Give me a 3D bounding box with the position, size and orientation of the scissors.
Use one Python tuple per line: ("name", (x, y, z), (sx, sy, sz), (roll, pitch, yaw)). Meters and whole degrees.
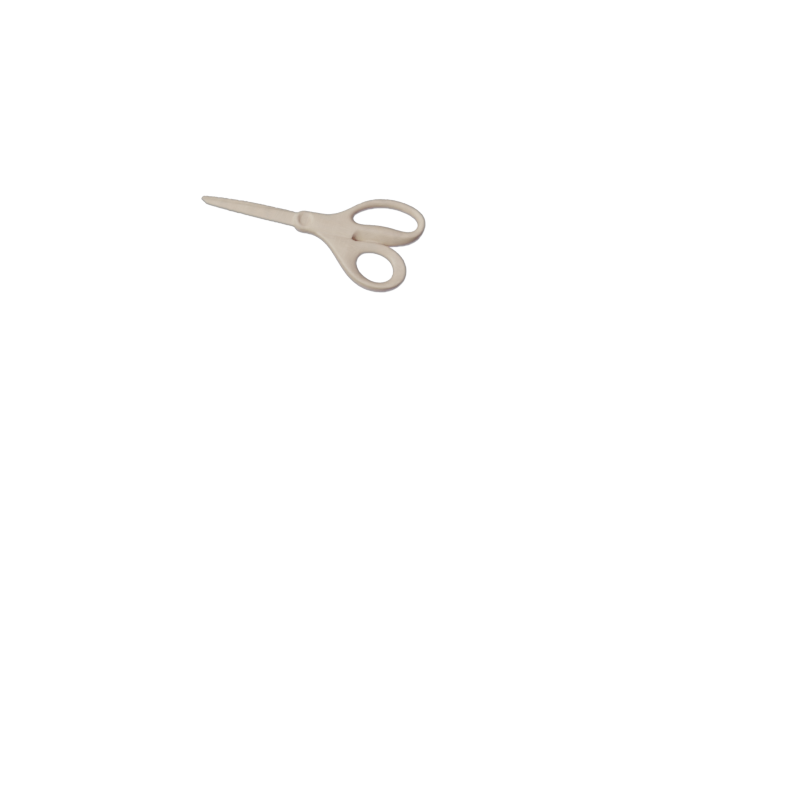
("scissors", (-0.078, -0.141, 0.991), (0.201, 0.101, 0.015), (-2, -22, -1))
